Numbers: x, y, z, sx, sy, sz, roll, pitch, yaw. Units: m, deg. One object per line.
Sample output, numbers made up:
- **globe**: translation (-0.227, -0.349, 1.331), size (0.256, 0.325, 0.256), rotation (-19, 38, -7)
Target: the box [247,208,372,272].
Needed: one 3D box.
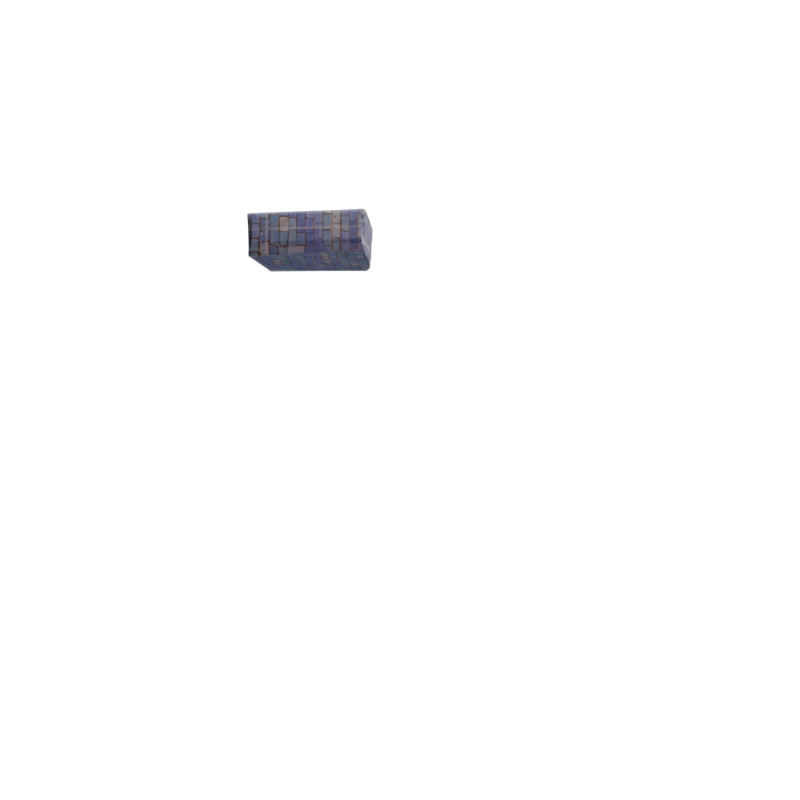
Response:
- **box**: translation (-0.069, -0.126, 0.880), size (0.090, 0.039, 0.111), rotation (0, -2, 3)
